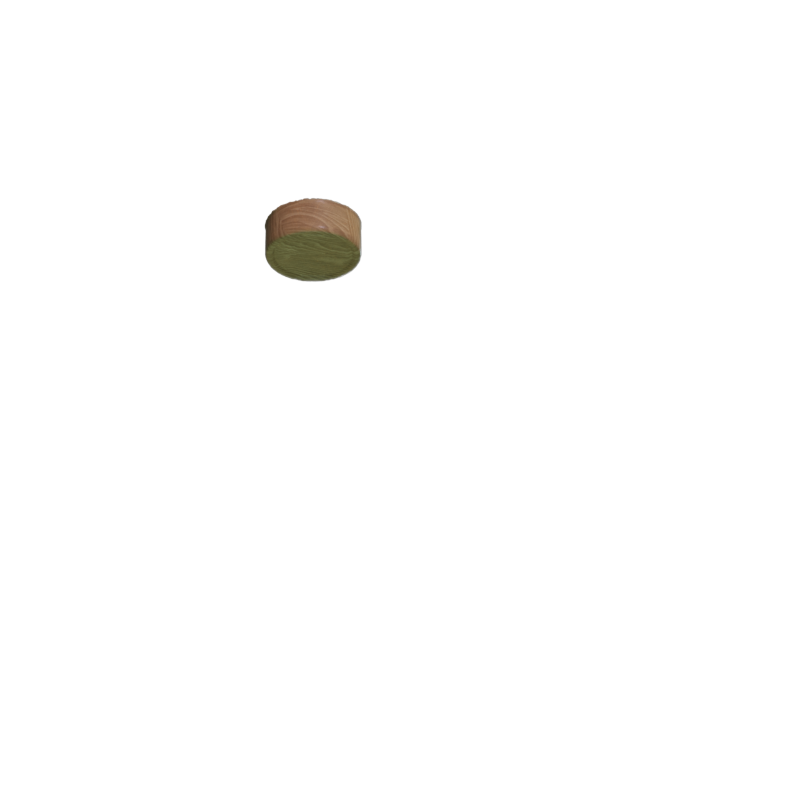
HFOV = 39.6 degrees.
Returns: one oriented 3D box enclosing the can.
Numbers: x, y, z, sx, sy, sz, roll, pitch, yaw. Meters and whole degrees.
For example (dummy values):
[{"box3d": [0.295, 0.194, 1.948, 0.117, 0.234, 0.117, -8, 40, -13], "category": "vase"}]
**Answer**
[{"box3d": [-0.076, -0.139, 0.970, 0.086, 0.036, 0.081, 1, -28, -2], "category": "can"}]
